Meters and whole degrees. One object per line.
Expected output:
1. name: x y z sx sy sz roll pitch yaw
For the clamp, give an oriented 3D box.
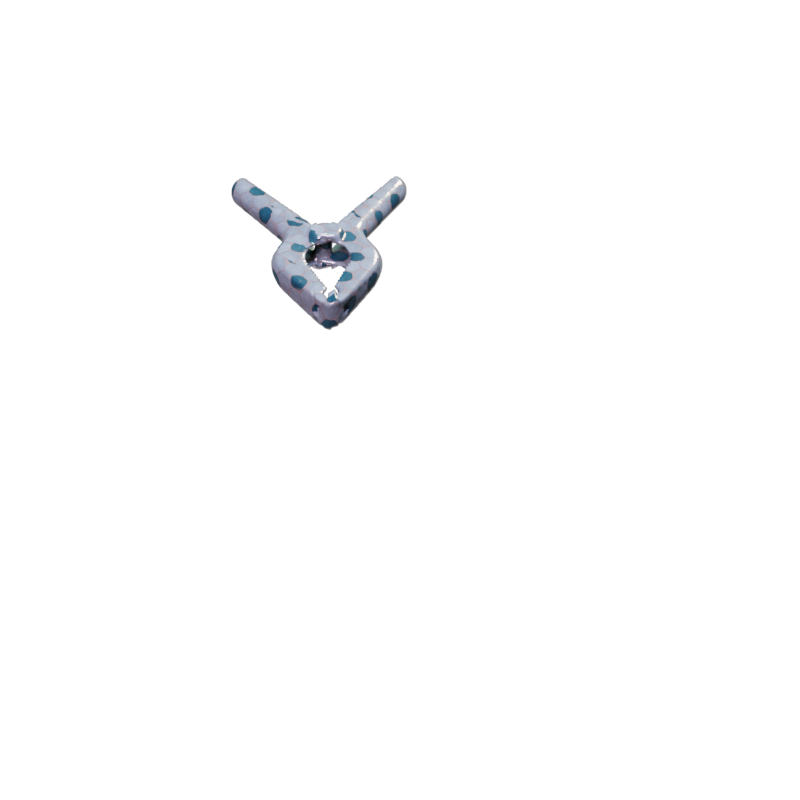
1. clamp: -0.077 -0.140 0.980 0.165 0.034 0.224 1 40 1
